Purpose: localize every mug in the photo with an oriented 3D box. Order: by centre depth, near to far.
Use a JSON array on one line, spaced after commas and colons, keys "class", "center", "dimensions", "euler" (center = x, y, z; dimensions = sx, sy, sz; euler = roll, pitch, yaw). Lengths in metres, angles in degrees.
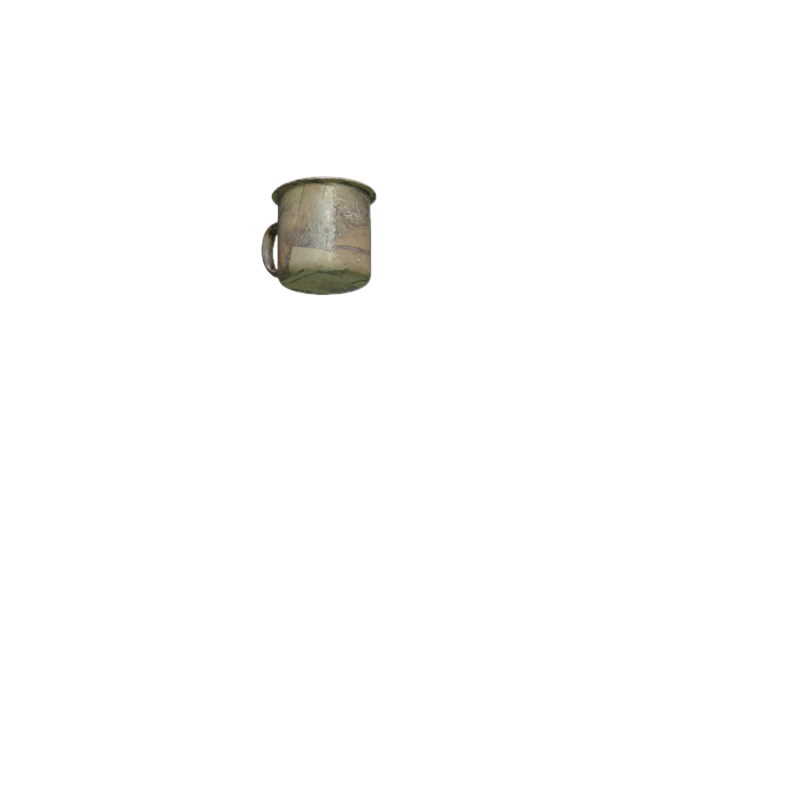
[{"class": "mug", "center": [-0.076, -0.139, 0.975], "dimensions": [0.120, 0.085, 0.088], "euler": [-10, -17, 34]}]
